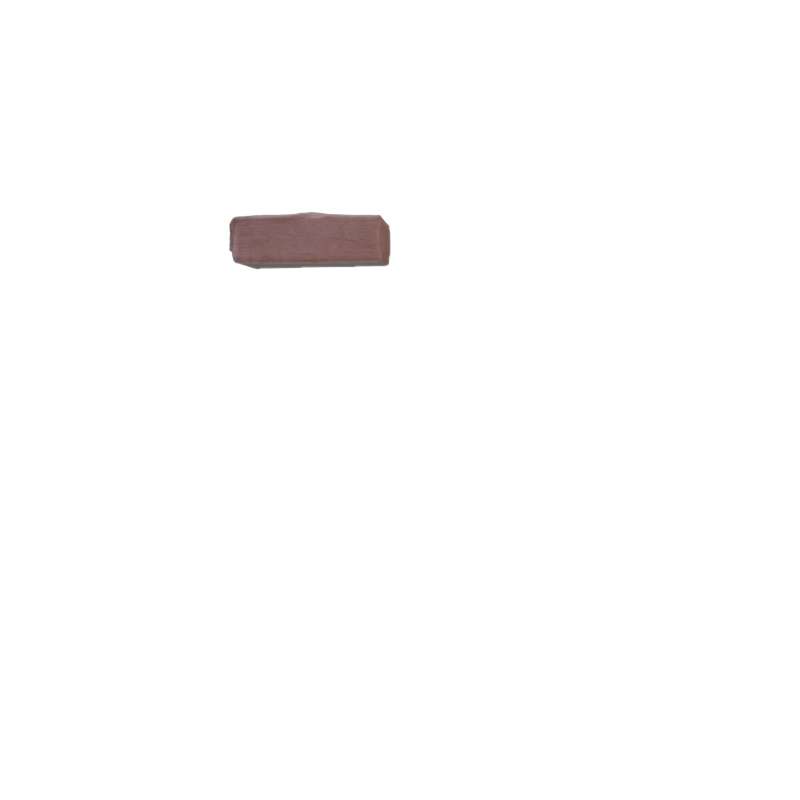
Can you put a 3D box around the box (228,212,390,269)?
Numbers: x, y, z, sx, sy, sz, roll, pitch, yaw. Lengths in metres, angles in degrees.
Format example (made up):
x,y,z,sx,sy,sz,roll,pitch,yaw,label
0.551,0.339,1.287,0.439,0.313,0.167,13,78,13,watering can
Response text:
x,y,z,sx,sy,sz,roll,pitch,yaw,label
-0.052,-0.095,0.665,0.090,0.030,0.072,0,3,6,box
